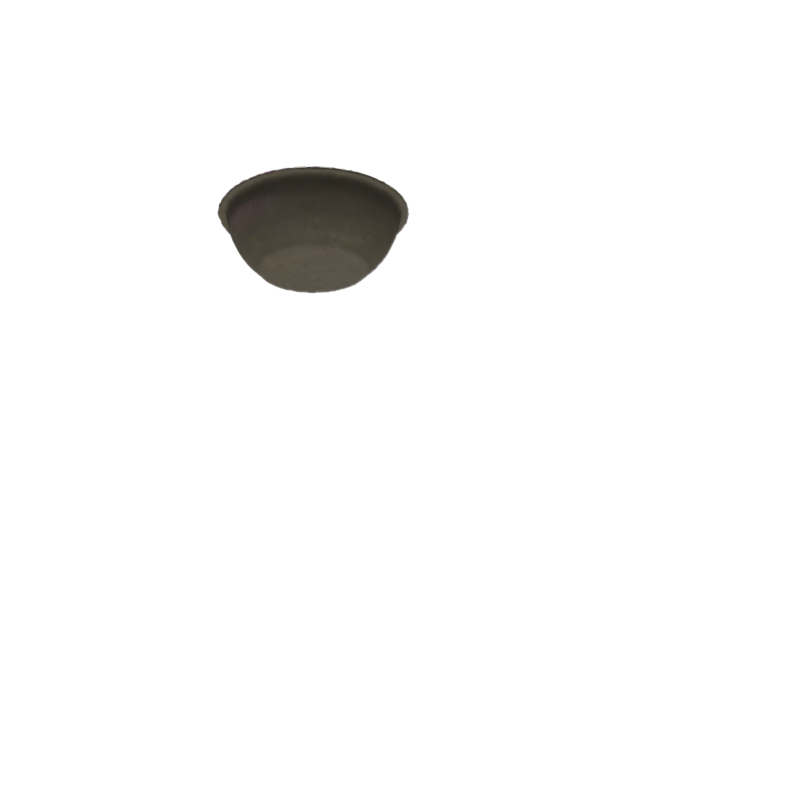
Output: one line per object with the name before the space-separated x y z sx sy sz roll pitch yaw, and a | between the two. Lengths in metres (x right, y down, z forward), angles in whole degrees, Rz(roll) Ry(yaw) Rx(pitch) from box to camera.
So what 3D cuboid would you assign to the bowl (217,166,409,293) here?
bowl | -0.073 -0.132 0.928 0.162 0.058 0.154 1 -21 -2
